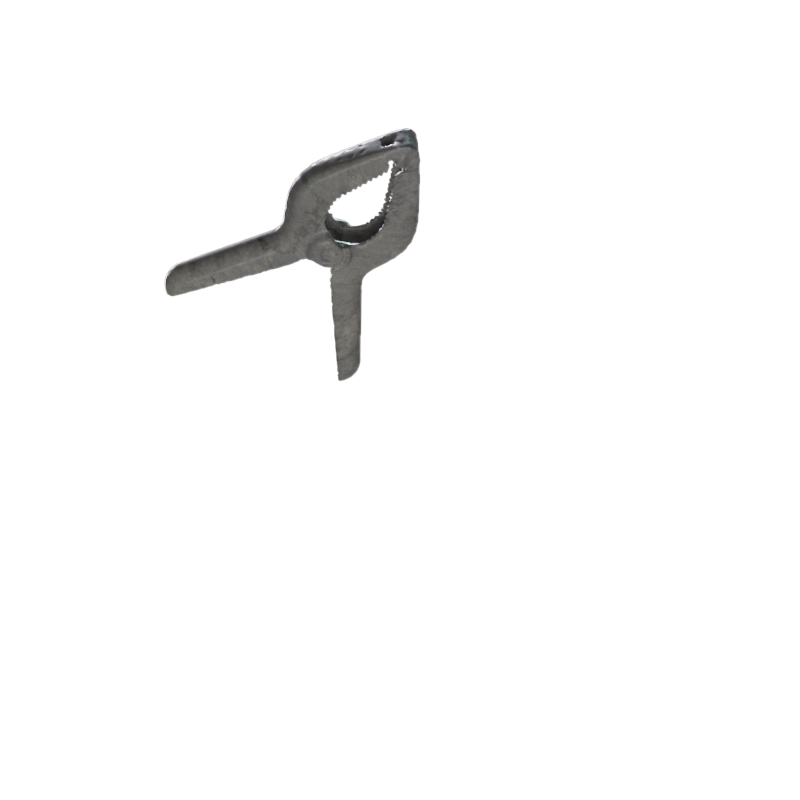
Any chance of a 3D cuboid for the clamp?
[{"bbox_3d":[-0.062,-0.112,0.786,0.159,0.203,0.039,22,35,-17],"label":"clamp"}]
